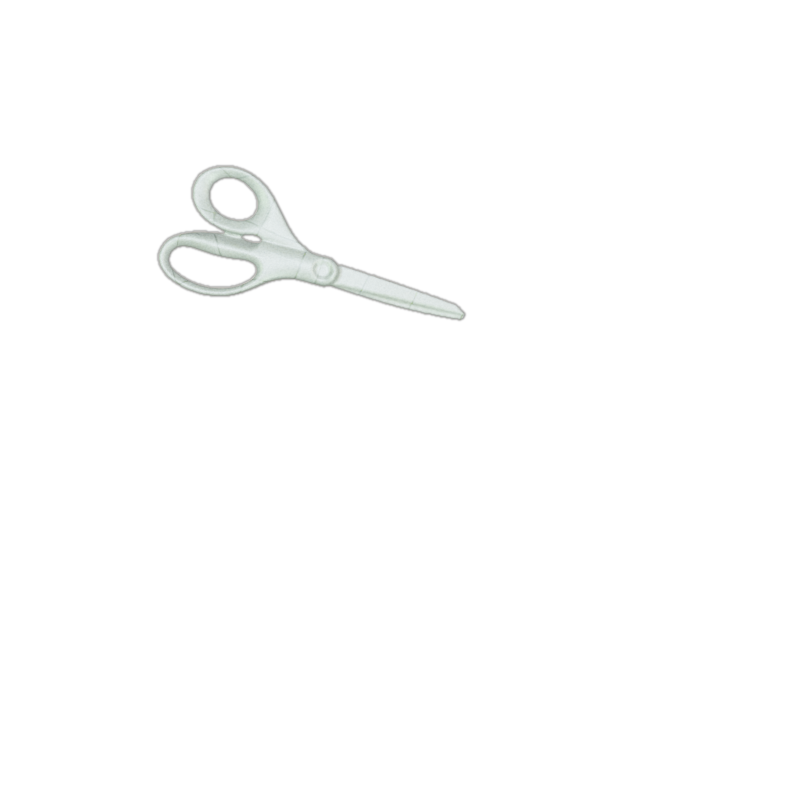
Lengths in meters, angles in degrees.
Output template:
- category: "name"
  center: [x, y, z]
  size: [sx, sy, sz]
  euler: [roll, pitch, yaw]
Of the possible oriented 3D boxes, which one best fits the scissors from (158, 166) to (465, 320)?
- category: "scissors"
  center: [-0.057, -0.104, 0.732]
  size: [0.202, 0.098, 0.015]
  euler: [2, -9, 0]
